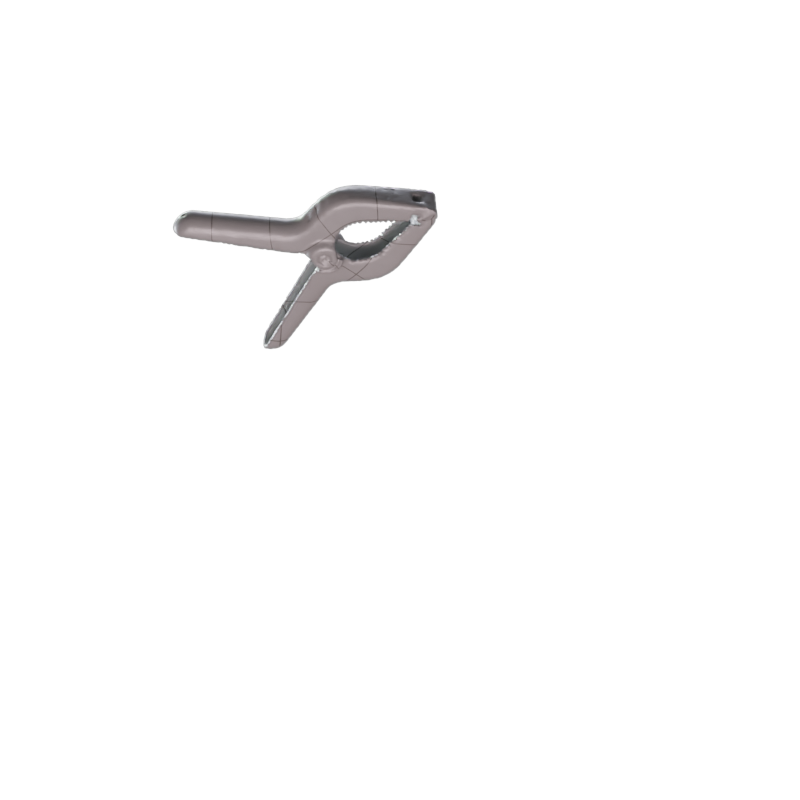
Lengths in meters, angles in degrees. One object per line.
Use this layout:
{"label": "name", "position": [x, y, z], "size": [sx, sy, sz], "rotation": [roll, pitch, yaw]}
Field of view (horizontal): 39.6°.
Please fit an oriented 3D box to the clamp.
{"label": "clamp", "position": [-0.072, -0.132, 0.921], "size": [0.210, 0.039, 0.153], "rotation": [-24, -50, 22]}
